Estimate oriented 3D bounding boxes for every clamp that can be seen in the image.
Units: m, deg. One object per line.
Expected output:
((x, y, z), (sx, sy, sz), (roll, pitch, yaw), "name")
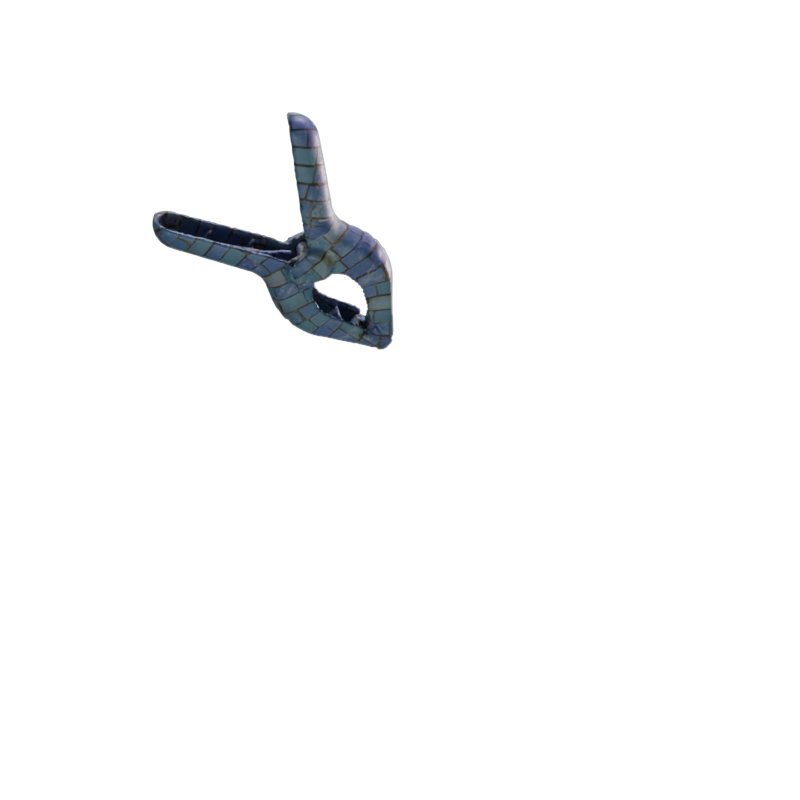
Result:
((-0.054, -0.098, 0.690), (0.162, 0.042, 0.119), (35, -57, -27), "clamp")
